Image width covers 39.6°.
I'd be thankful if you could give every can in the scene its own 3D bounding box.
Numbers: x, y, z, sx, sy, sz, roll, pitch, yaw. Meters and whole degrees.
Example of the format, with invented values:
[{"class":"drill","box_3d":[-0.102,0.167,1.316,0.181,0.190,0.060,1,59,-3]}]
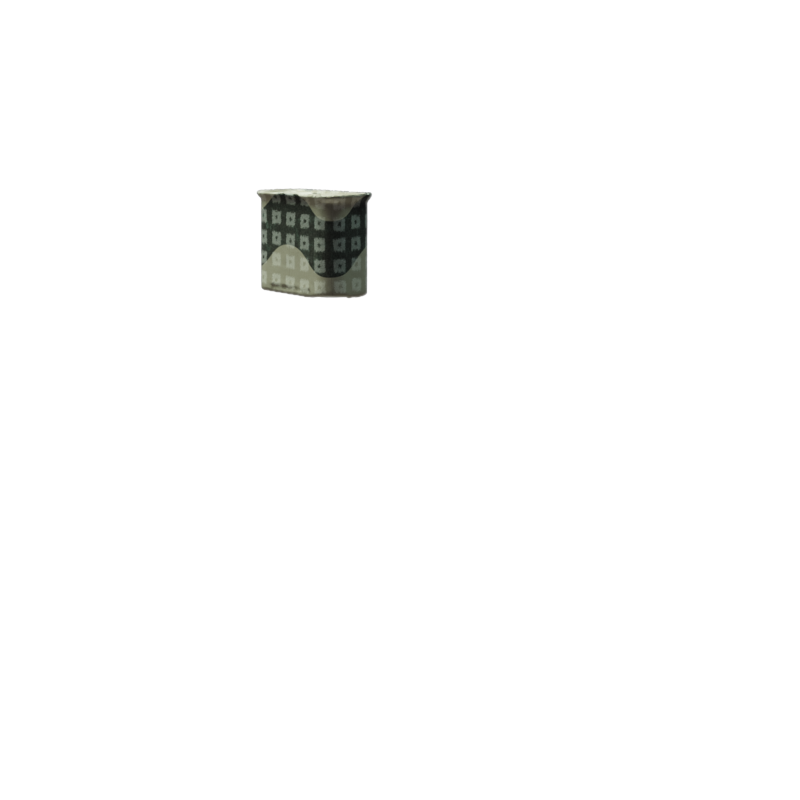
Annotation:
[{"class":"can","box_3d":[-0.072,-0.131,0.917,0.056,0.082,0.107,-8,14,-44]}]
